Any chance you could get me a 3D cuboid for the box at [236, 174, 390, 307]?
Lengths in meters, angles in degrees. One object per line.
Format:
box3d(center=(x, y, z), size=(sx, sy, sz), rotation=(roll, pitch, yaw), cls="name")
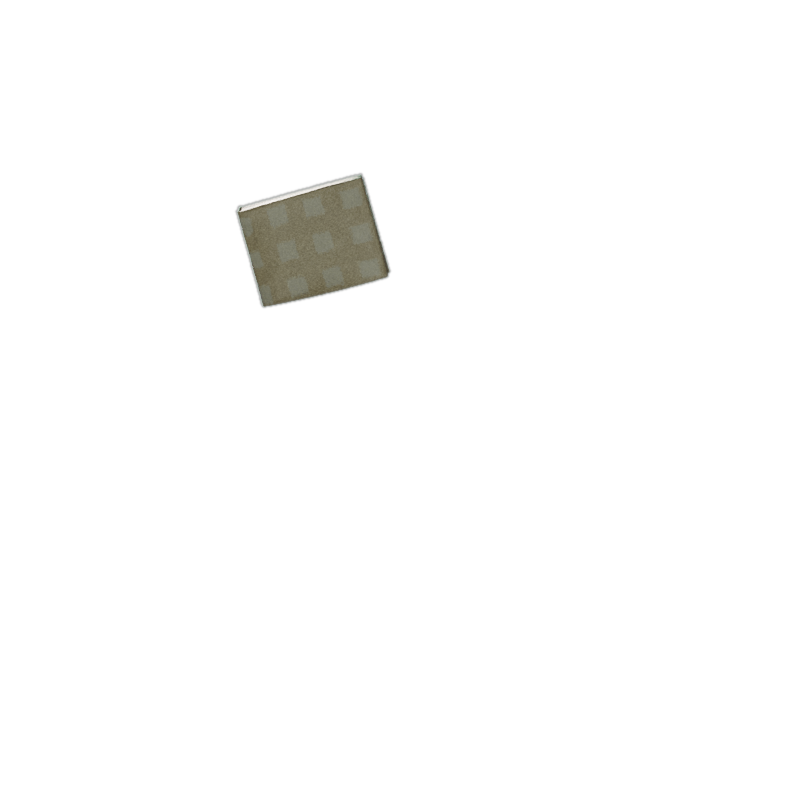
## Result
box3d(center=(-0.074, -0.135, 0.947), size=(0.113, 0.088, 0.040), rotation=(-15, 7, 1), cls="box")
